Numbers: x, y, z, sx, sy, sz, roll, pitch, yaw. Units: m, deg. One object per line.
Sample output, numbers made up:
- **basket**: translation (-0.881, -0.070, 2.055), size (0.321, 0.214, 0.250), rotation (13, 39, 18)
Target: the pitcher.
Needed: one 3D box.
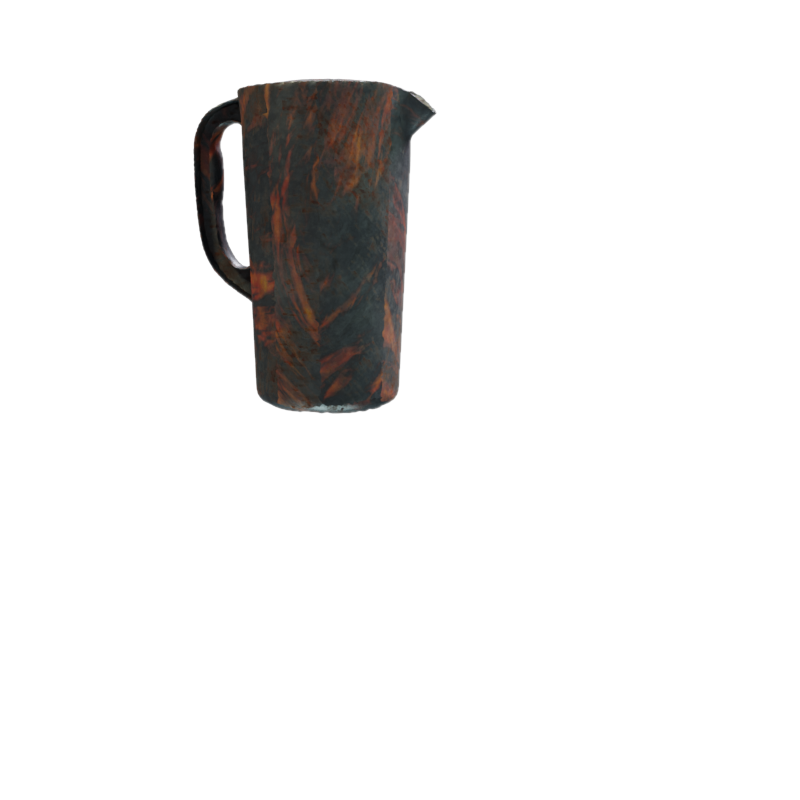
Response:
- **pitcher**: translation (-0.066, -0.120, 0.837), size (0.140, 0.241, 0.155), rotation (-2, 5, -30)
